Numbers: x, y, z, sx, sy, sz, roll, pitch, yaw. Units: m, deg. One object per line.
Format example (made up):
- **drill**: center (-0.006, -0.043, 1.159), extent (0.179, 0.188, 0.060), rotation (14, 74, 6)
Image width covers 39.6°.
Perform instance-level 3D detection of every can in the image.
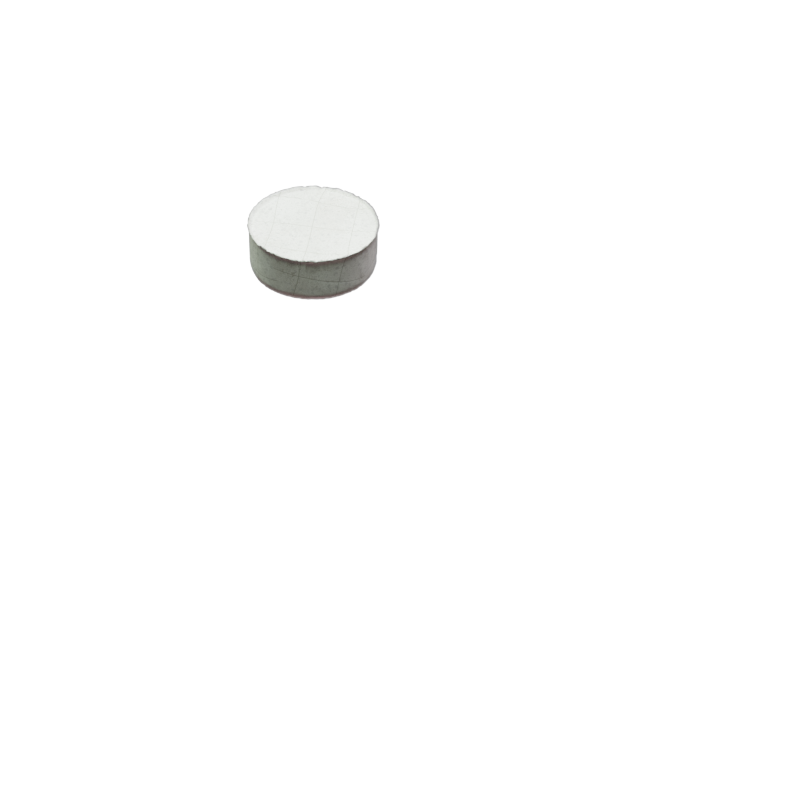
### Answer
- **can**: center (-0.057, -0.104, 0.729), extent (0.086, 0.031, 0.092), rotation (-1, 41, -2)
